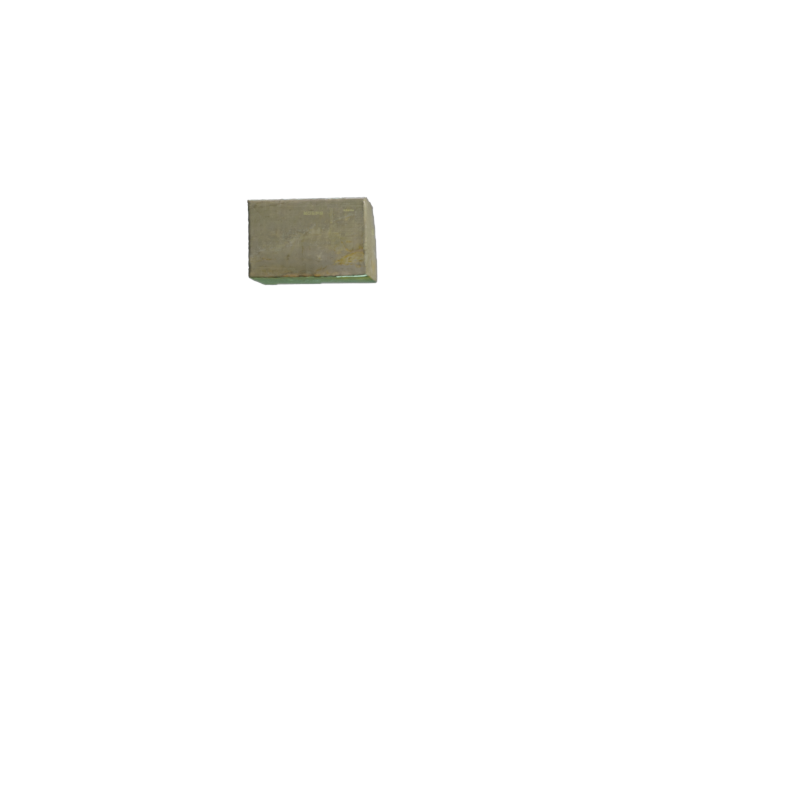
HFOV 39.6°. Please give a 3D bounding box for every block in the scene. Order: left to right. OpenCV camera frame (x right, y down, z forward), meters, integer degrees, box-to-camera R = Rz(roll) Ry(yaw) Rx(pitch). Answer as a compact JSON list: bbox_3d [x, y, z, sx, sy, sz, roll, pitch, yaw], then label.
[{"bbox_3d":[-0.056,-0.102,0.713,0.079,0.052,0.052,0,-3,7],"label":"block"}]
